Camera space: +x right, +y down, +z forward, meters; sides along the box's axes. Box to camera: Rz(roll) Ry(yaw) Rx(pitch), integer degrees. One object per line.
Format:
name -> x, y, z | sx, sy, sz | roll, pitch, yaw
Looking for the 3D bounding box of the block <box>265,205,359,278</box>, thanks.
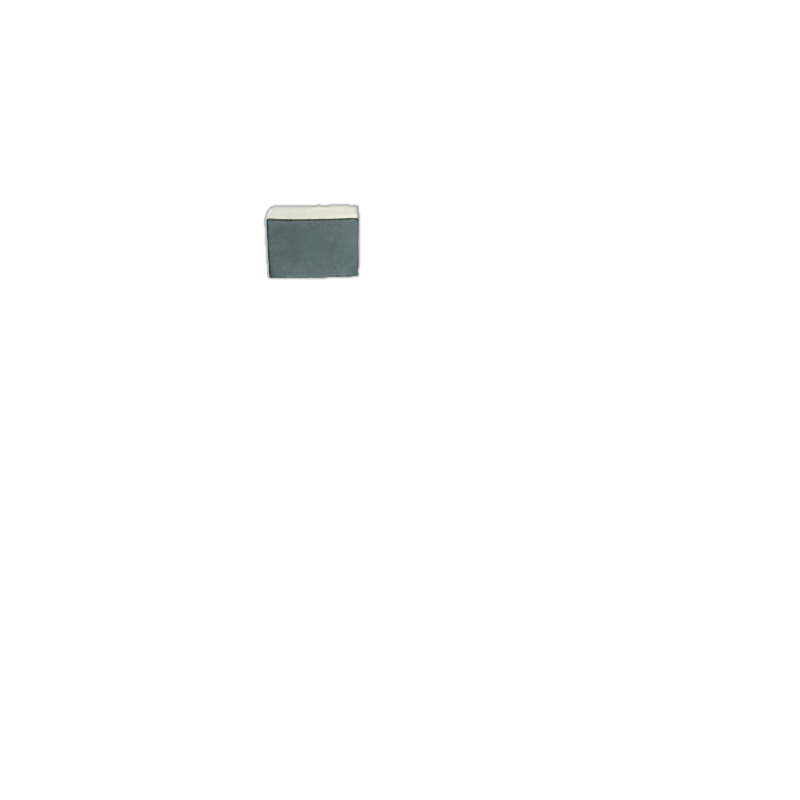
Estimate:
block -> -0.073, -0.134, 0.936 | 0.078, 0.051, 0.053 | 0, 17, -1
